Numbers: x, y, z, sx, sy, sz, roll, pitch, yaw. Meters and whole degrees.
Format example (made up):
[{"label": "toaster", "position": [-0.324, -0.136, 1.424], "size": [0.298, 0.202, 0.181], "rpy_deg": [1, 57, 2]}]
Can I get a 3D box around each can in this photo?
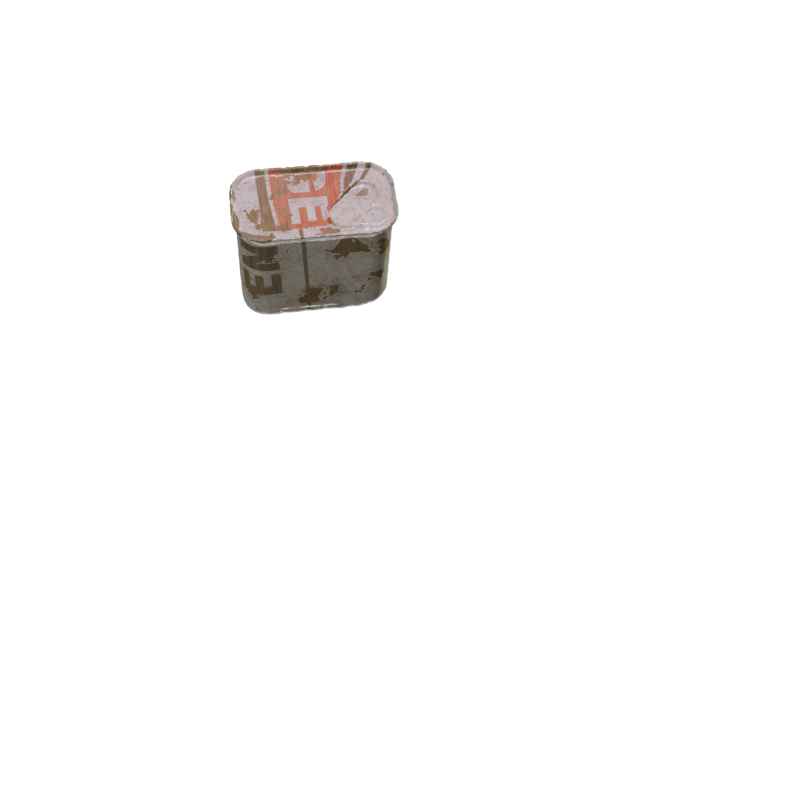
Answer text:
[{"label": "can", "position": [-0.055, -0.101, 0.706], "size": [0.101, 0.062, 0.078], "rpy_deg": [-5, -33, -5]}]
